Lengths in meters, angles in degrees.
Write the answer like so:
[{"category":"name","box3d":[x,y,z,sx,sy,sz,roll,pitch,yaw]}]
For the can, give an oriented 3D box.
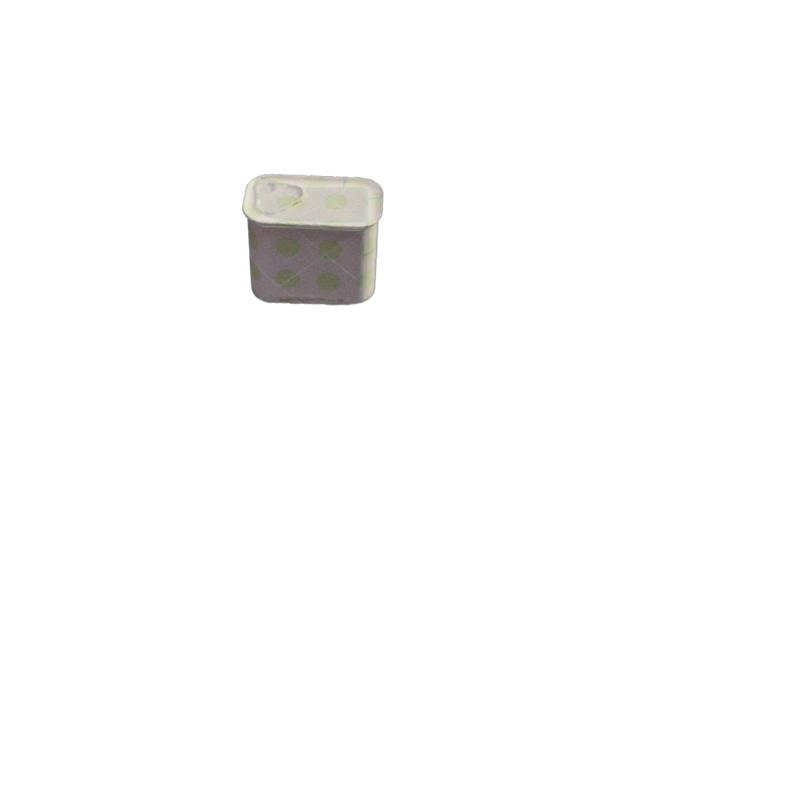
[{"category":"can","box3d":[-0.065,-0.119,0.833,0.102,0.078,0.061,3,45,1]}]
